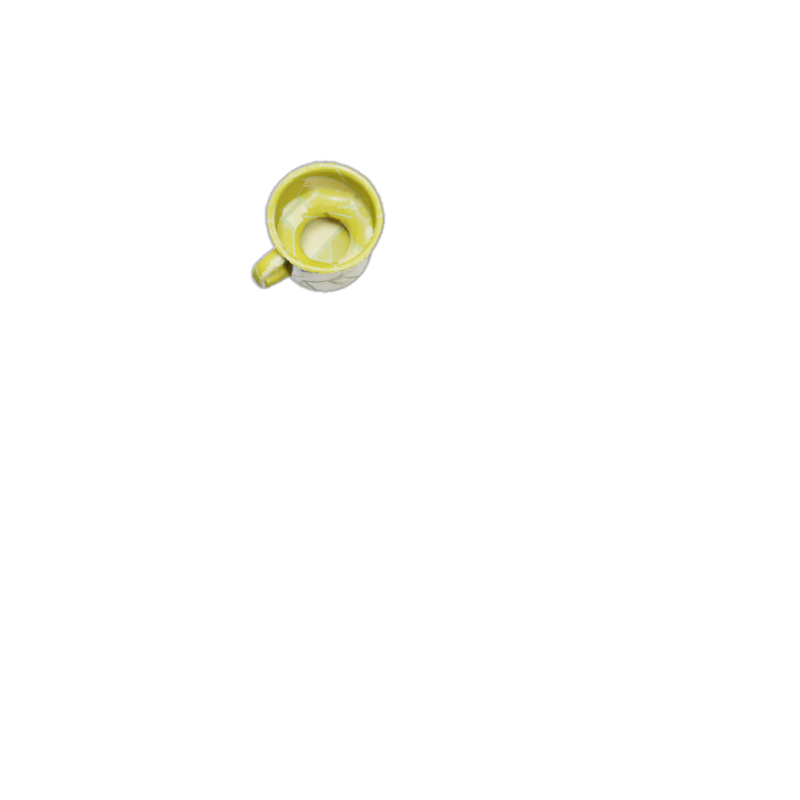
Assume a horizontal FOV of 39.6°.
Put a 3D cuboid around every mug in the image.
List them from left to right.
[{"bbox_3d":[-0.071,-0.130,0.907,0.118,0.096,0.079,-39,-10,-11],"label":"mug"}]
